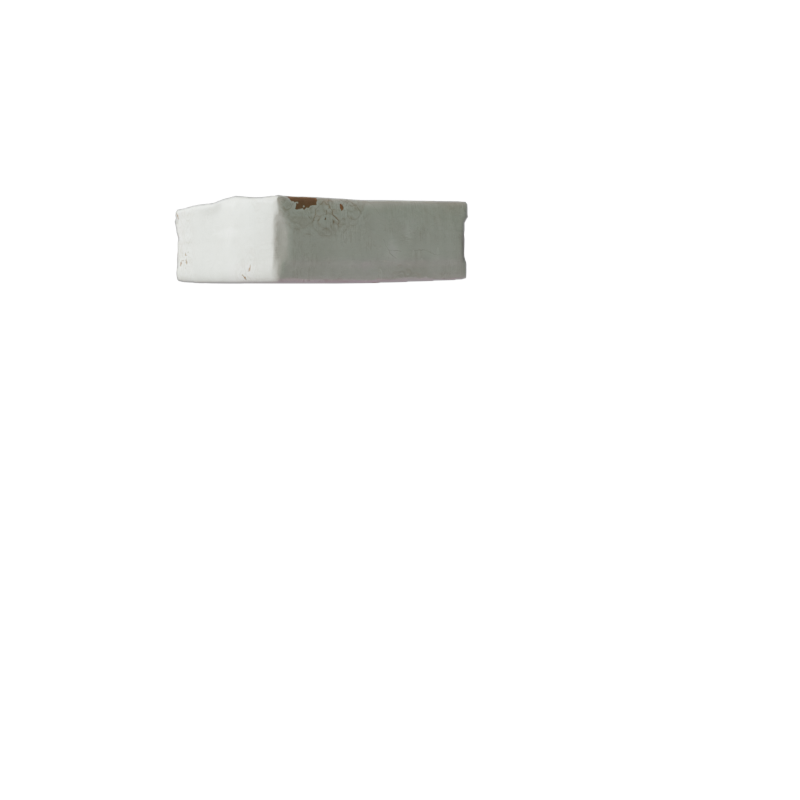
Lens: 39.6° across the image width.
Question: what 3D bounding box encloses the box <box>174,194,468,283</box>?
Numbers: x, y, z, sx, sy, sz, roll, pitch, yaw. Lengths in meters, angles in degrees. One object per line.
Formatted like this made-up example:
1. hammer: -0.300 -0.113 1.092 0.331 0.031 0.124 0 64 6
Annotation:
1. box: -0.031 -0.057 0.396 0.071 0.030 0.093 -3 6 -30
